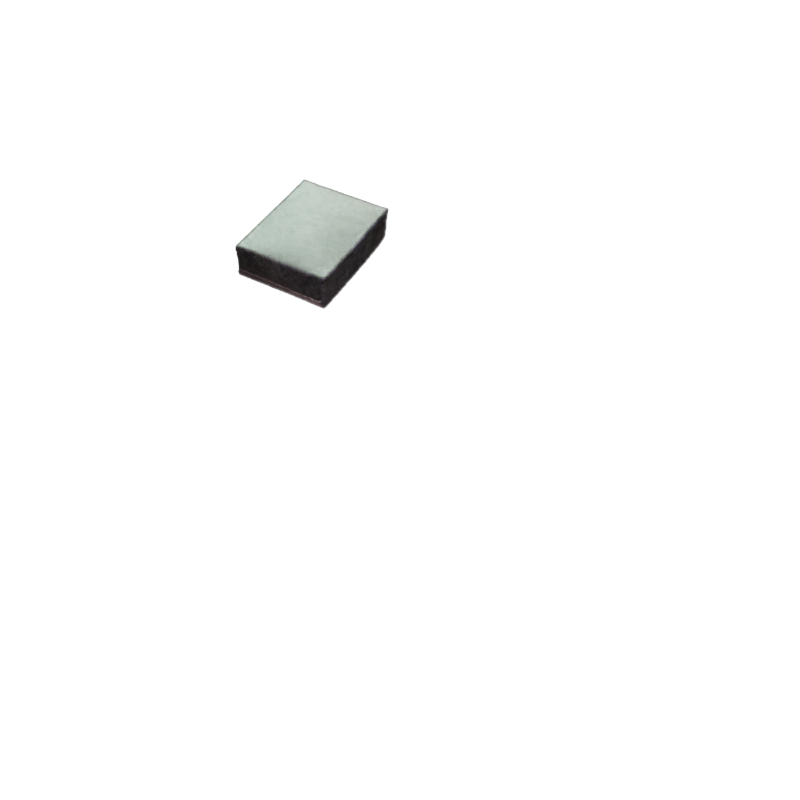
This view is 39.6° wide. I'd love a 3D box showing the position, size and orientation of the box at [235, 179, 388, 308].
[{"bbox_3d":[-0.076,-0.138,0.967,0.094,0.036,0.116,21,47,21],"label":"box"}]
